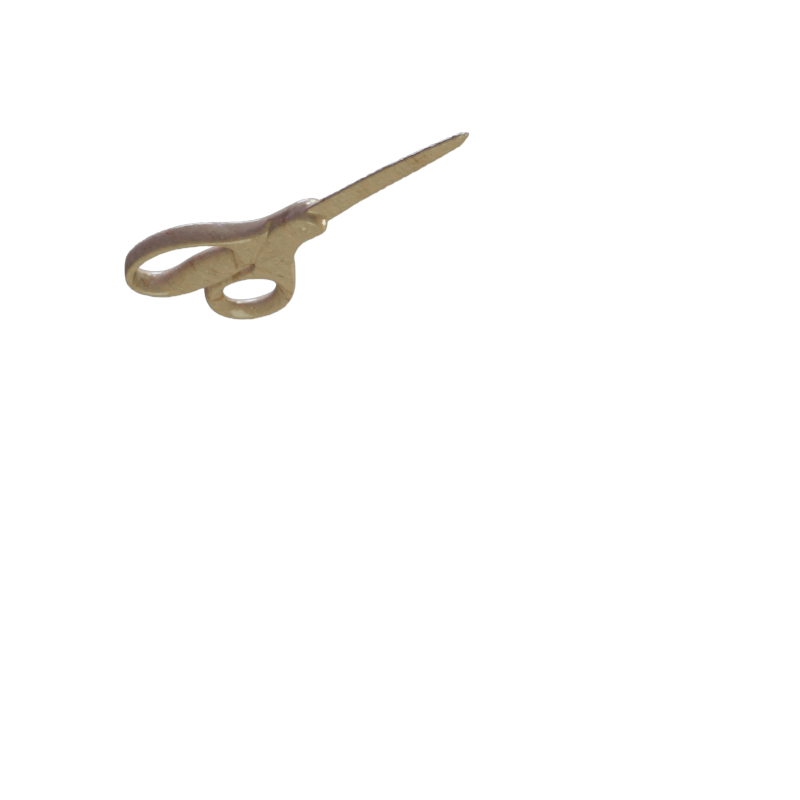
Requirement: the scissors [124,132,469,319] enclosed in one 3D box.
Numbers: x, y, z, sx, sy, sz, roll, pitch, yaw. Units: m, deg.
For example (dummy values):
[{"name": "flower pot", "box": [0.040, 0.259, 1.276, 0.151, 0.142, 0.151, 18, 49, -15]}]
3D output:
[{"name": "scissors", "box": [-0.042, -0.077, 0.541, 0.205, 0.017, 0.089, -12, -26, 25]}]
